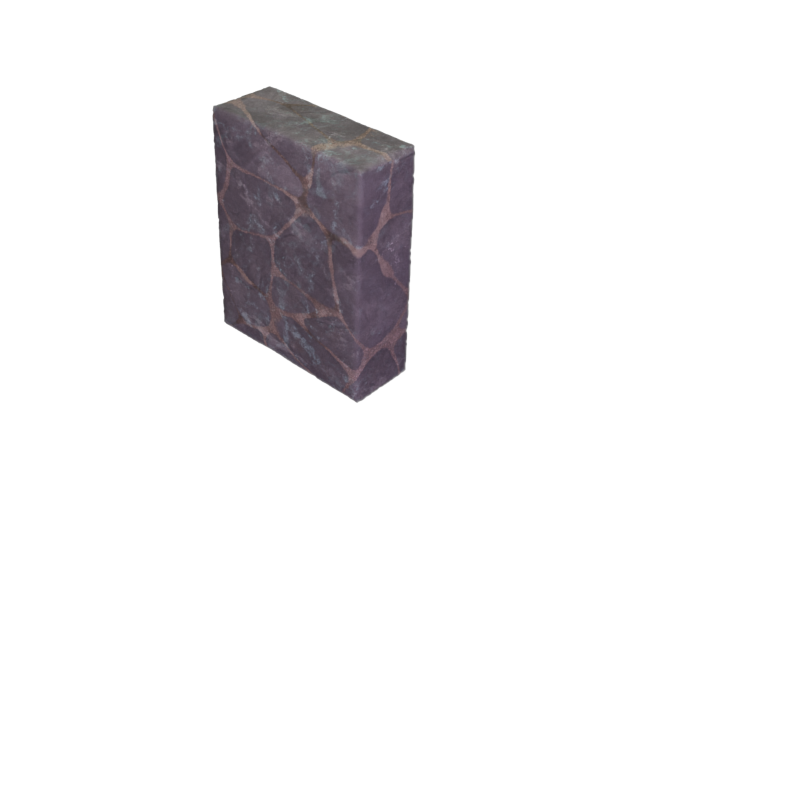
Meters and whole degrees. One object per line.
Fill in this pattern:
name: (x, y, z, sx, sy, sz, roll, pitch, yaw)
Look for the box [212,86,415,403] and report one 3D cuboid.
box: (-0.071, -0.129, 0.903, 0.175, 0.200, 0.072, 30, 42, 34)
